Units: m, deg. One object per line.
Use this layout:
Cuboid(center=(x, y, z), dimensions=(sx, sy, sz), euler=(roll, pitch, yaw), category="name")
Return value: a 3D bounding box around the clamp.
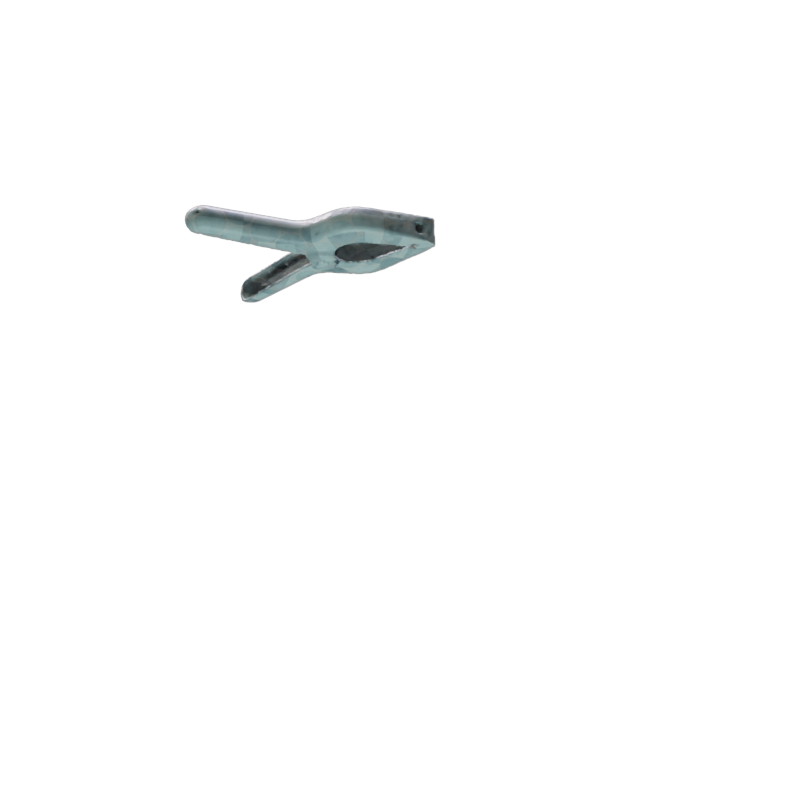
Cuboid(center=(-0.077, -0.140, 0.978), dimensions=(0.213, 0.038, 0.153), euler=(-7, -22, 18), category="clamp")
